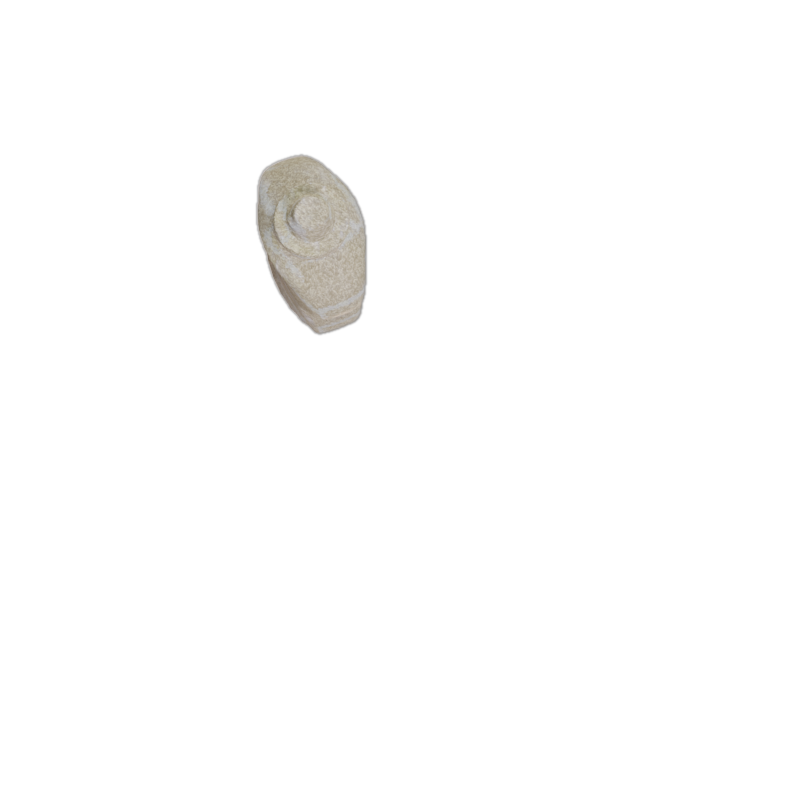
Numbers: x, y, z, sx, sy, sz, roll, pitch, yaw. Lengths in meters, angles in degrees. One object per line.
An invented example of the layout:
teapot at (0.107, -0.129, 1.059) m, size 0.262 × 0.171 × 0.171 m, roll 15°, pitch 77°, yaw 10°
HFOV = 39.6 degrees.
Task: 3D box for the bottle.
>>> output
bottle at (-0.052, -0.094, 0.663) m, size 0.058 × 0.098 × 0.189 m, roll -19°, pitch -2°, yaw -5°
